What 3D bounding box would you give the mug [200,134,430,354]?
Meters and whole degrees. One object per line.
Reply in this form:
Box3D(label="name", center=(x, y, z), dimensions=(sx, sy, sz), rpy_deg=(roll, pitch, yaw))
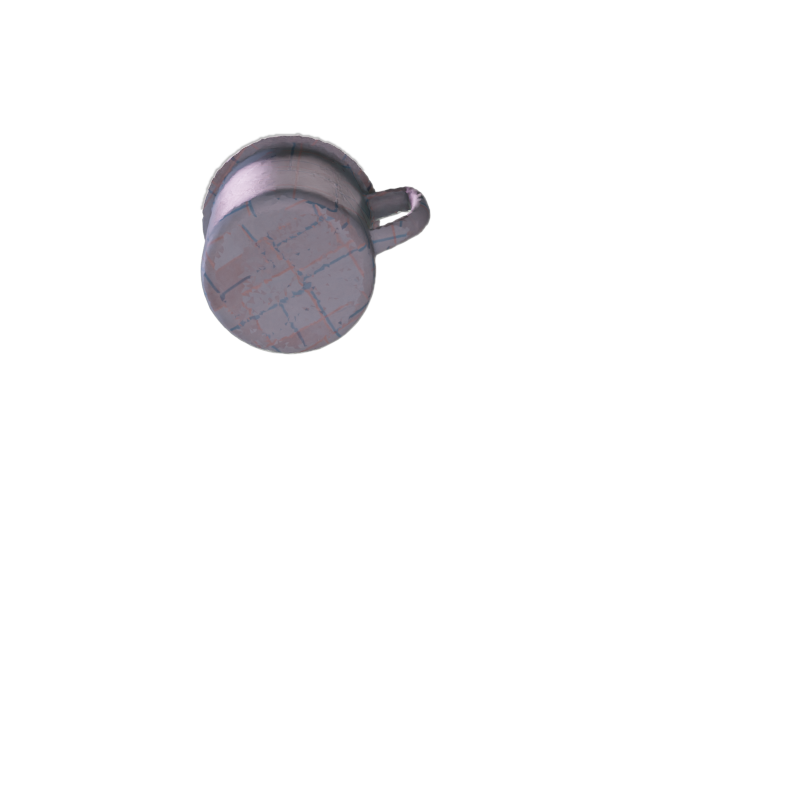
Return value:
Box3D(label="mug", center=(-0.042, -0.077, 0.541), dimensions=(0.117, 0.088, 0.086), rpy_deg=(-13, 24, 4))
